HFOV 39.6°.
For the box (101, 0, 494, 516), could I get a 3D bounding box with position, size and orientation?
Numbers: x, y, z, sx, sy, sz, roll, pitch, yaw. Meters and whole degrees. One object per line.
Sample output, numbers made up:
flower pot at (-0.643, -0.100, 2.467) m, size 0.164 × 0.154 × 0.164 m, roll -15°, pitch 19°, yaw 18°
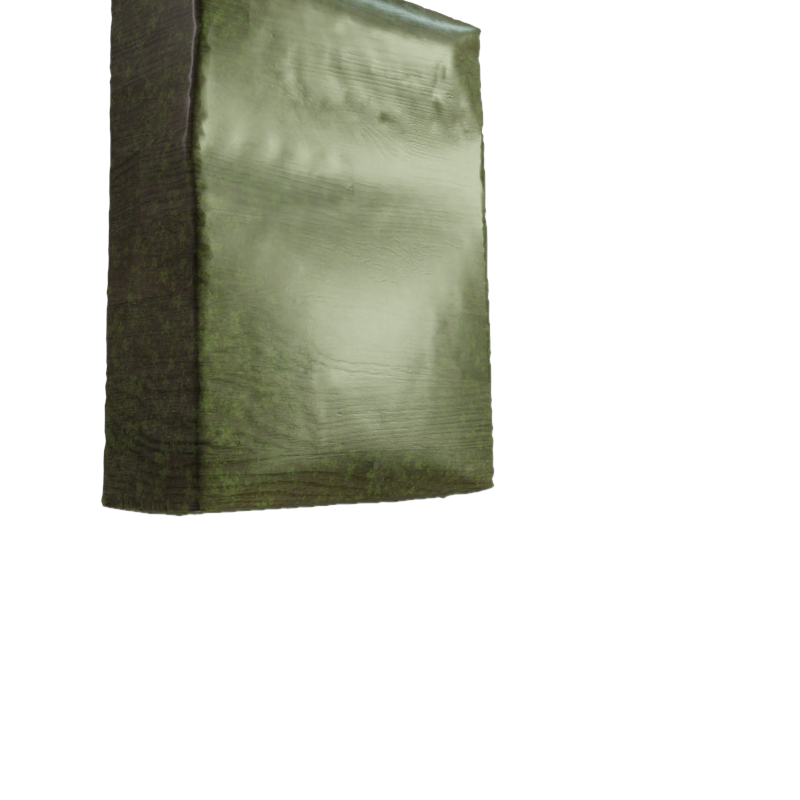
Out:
box at (-0.036, -0.066, 0.461) m, size 0.156 × 0.218 × 0.074 m, roll 6°, pitch -11°, yaw -43°
